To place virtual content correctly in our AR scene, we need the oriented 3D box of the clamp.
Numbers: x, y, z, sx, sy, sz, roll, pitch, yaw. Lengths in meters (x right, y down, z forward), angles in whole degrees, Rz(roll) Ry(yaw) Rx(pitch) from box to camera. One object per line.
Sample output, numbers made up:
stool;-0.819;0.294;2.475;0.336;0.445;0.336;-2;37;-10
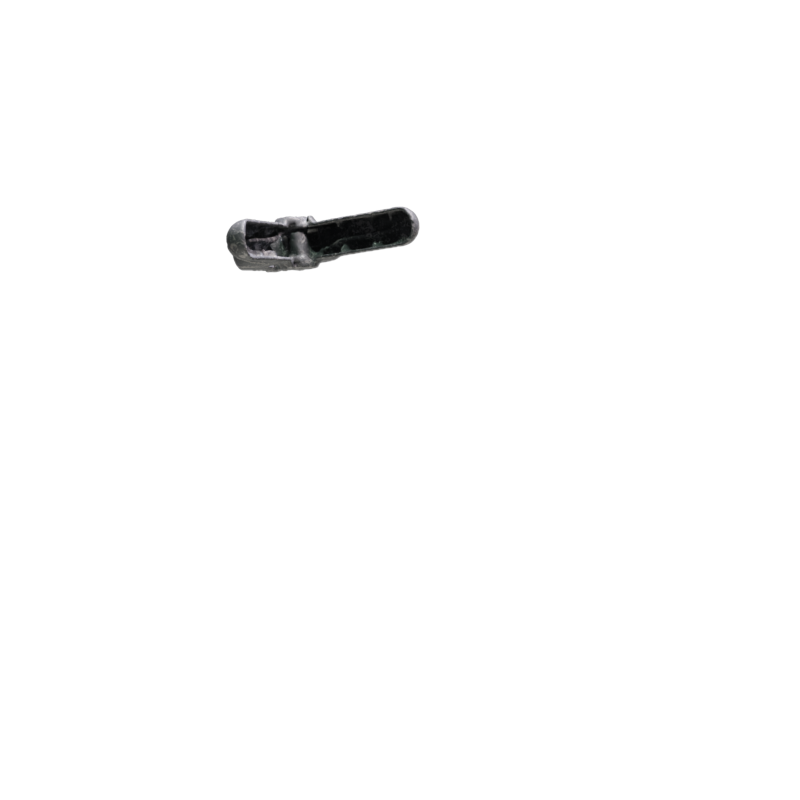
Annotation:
clamp;-0.058;-0.106;0.742;0.119;0.039;0.174;-1;5;-9
